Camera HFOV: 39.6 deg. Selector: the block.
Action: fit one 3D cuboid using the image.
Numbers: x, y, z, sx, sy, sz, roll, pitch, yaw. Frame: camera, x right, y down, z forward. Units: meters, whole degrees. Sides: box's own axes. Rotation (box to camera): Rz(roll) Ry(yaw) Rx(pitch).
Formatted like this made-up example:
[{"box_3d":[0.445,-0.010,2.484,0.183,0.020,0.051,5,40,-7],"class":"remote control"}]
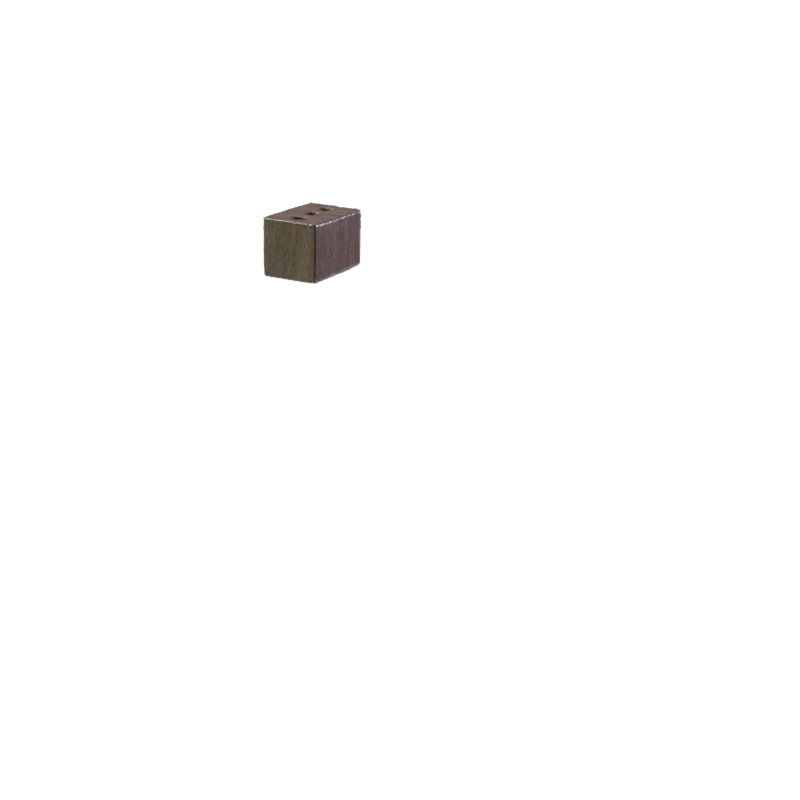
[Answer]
[{"box_3d":[-0.074,-0.135,0.945,0.055,0.049,0.078,10,21,27],"class":"block"}]
